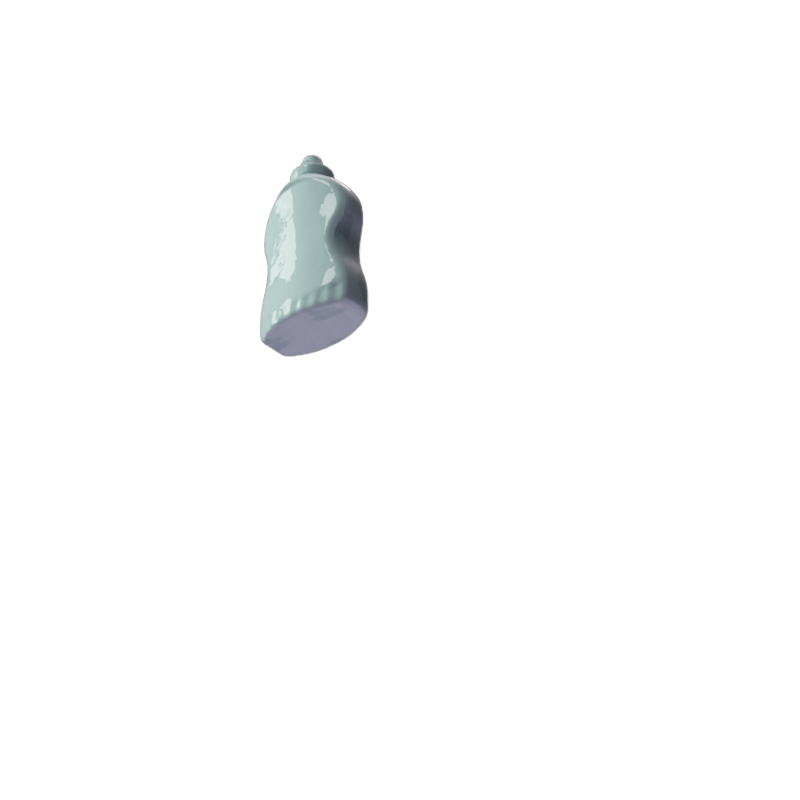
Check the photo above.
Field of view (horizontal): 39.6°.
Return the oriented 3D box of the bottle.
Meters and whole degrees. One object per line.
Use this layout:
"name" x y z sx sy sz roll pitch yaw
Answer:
"bottle" -0.076 -0.138 0.962 0.096 0.205 0.054 -28 -43 30
